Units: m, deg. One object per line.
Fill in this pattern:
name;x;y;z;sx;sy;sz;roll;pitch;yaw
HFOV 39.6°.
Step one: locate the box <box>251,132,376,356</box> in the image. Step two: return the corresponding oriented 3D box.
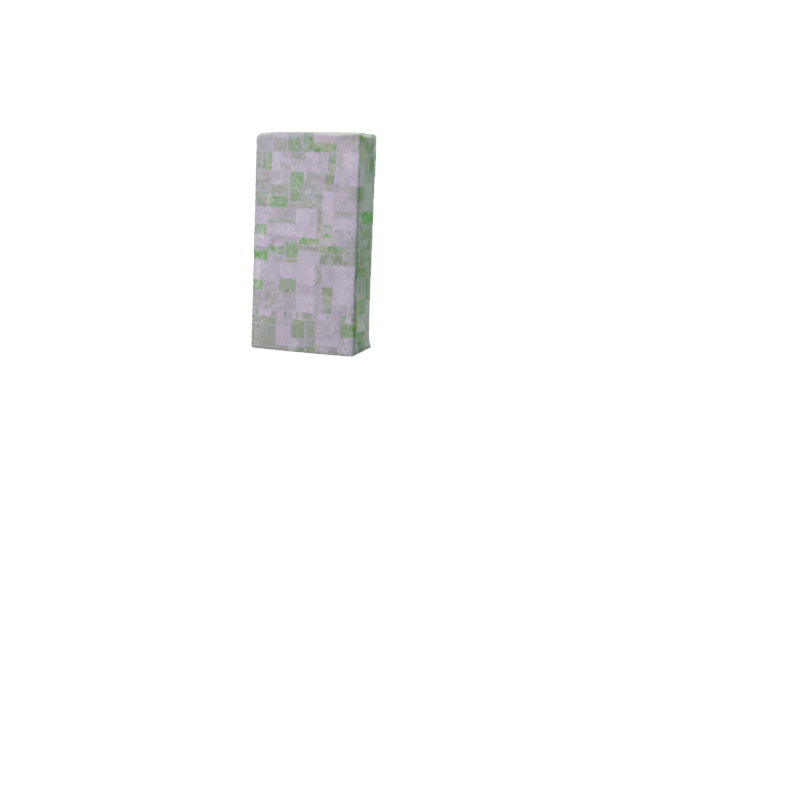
box;-0.070;-0.128;0.897;0.096;0.174;0.047;3;6;22
